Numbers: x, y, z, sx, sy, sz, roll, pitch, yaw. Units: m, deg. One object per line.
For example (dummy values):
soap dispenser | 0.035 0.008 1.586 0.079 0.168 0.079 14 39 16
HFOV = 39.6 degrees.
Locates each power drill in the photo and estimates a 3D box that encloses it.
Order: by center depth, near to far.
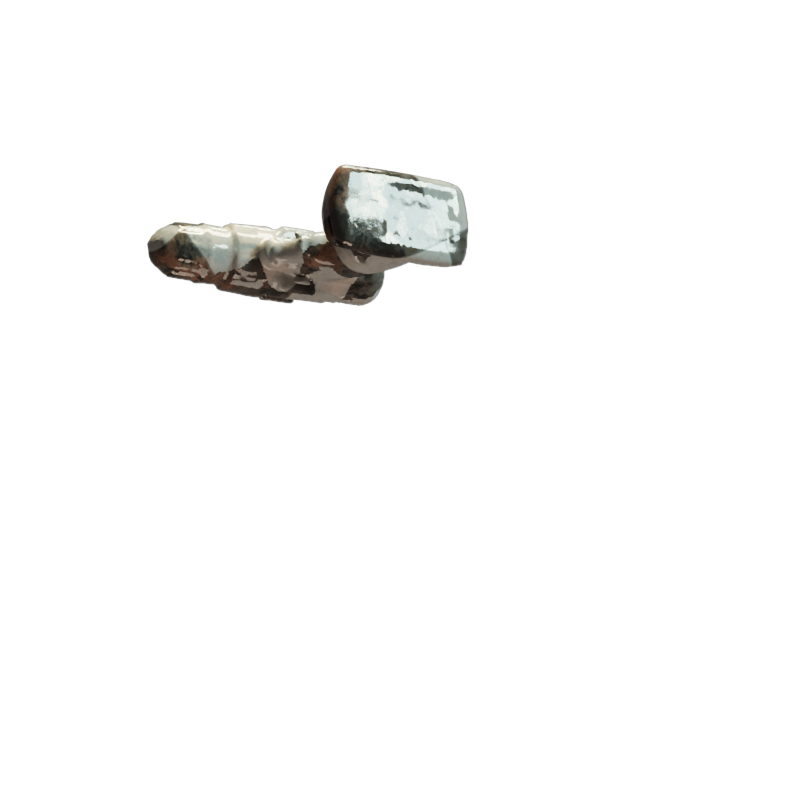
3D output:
power drill | -0.059 -0.108 0.757 0.177 0.059 0.191 3 -6 -31
